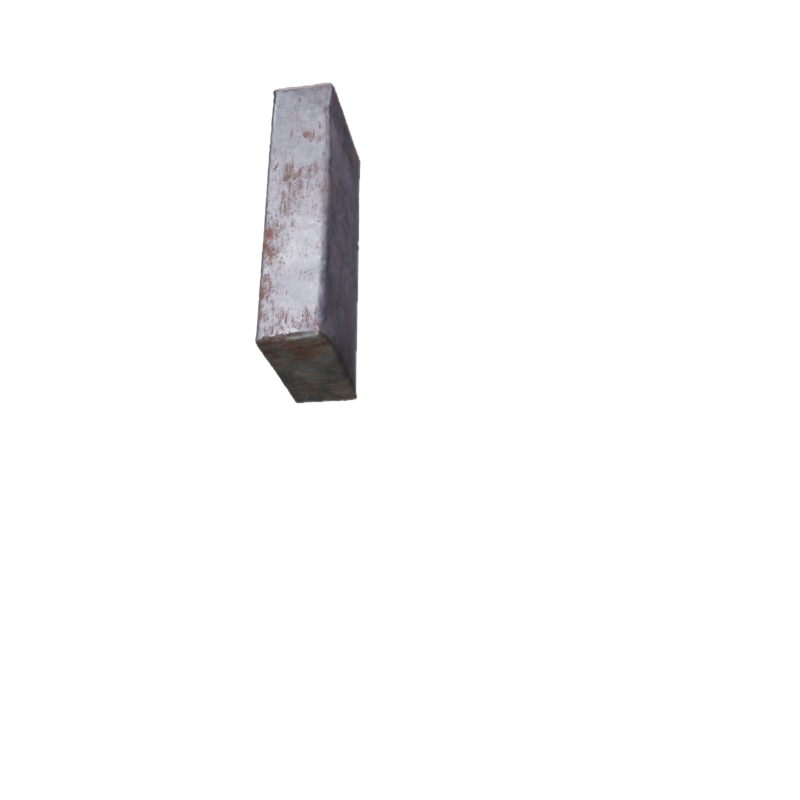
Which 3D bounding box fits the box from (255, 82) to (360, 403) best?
[{"bbox_3d":[-0.054,-0.098,0.684,0.048,0.188,0.087,-7,-29,9],"label":"box"}]
